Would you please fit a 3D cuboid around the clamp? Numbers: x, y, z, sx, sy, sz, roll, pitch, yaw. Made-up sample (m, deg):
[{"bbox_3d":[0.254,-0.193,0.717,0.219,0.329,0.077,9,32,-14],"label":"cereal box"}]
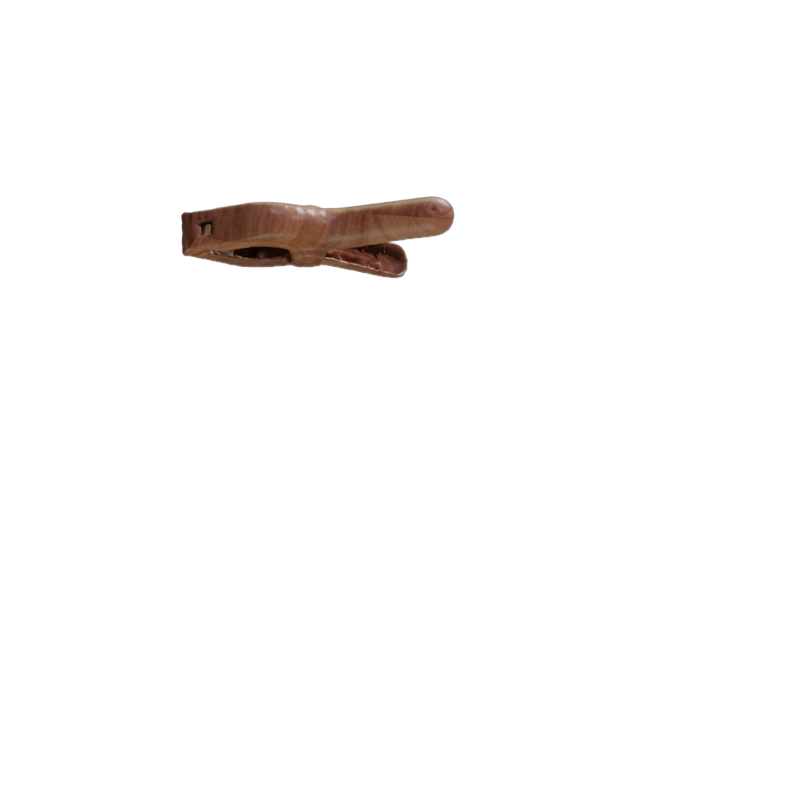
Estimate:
[{"bbox_3d":[-0.058,-0.105,0.735,0.171,0.041,0.115,1,-17,-4],"label":"clamp"}]
